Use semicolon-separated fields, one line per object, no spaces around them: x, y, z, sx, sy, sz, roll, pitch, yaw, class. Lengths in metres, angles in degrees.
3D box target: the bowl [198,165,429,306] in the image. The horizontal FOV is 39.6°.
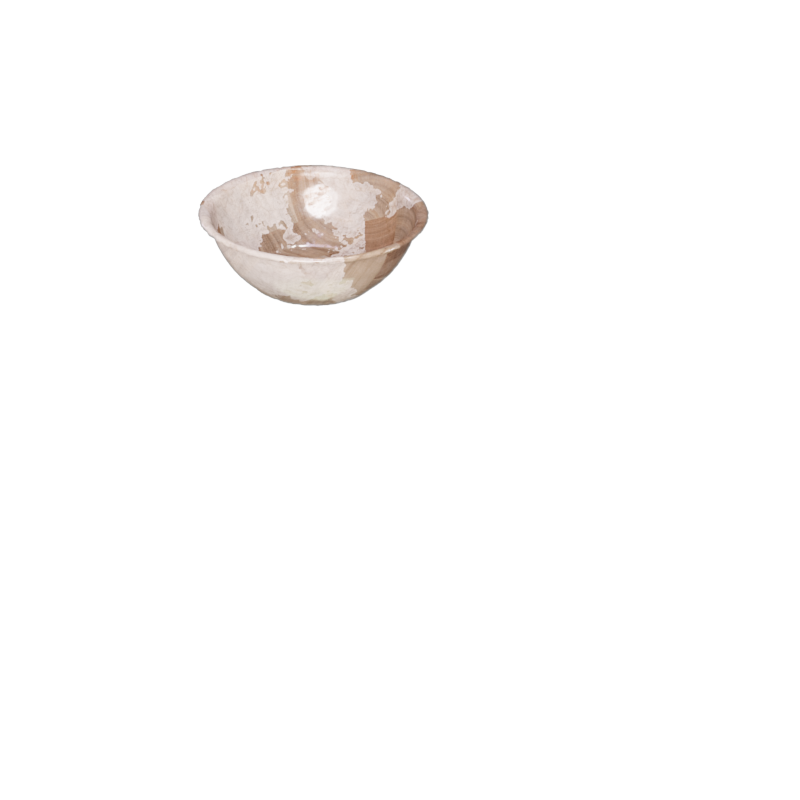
-0.062;-0.113;0.792;0.162;0.052;0.172;-1;32;-2;bowl
